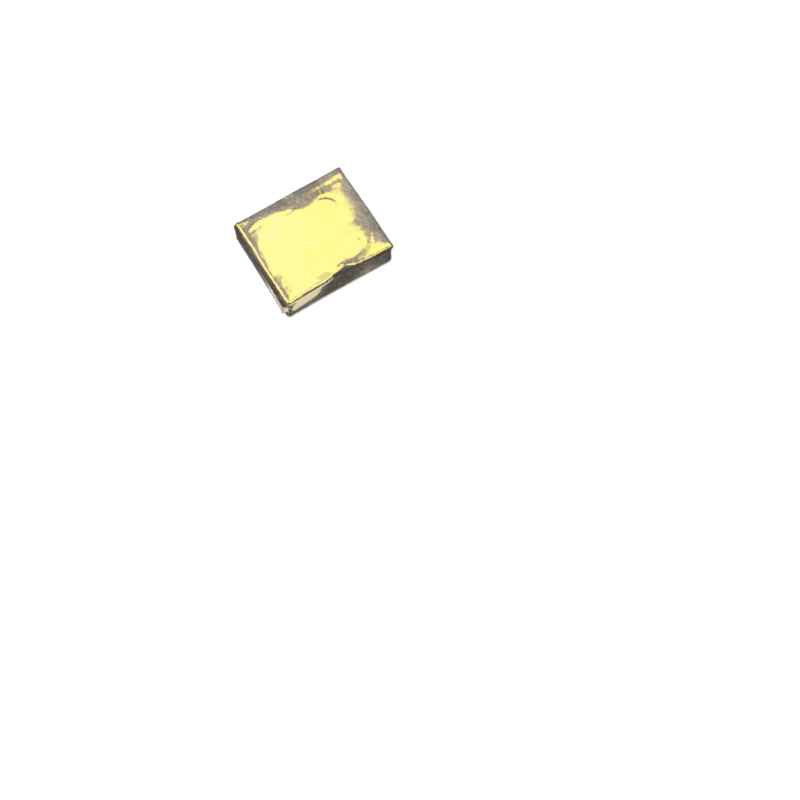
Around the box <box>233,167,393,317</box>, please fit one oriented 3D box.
[{"bbox_3d":[-0.061,-0.111,0.779,0.089,0.077,0.029,-30,-19,-12],"label":"box"}]
